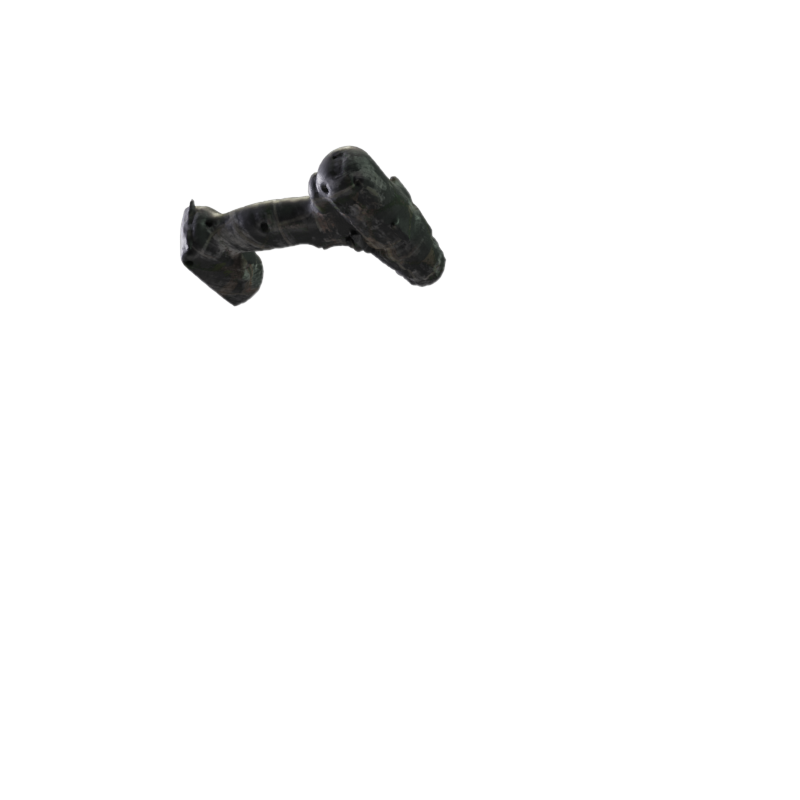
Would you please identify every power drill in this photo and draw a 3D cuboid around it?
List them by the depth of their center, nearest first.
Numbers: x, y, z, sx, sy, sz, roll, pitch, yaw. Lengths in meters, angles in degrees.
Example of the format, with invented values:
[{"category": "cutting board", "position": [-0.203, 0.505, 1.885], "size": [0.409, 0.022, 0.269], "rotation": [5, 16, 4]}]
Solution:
[{"category": "power drill", "position": [-0.072, -0.131, 0.914], "size": [0.190, 0.061, 0.171], "rotation": [-12, -30, 22]}]
